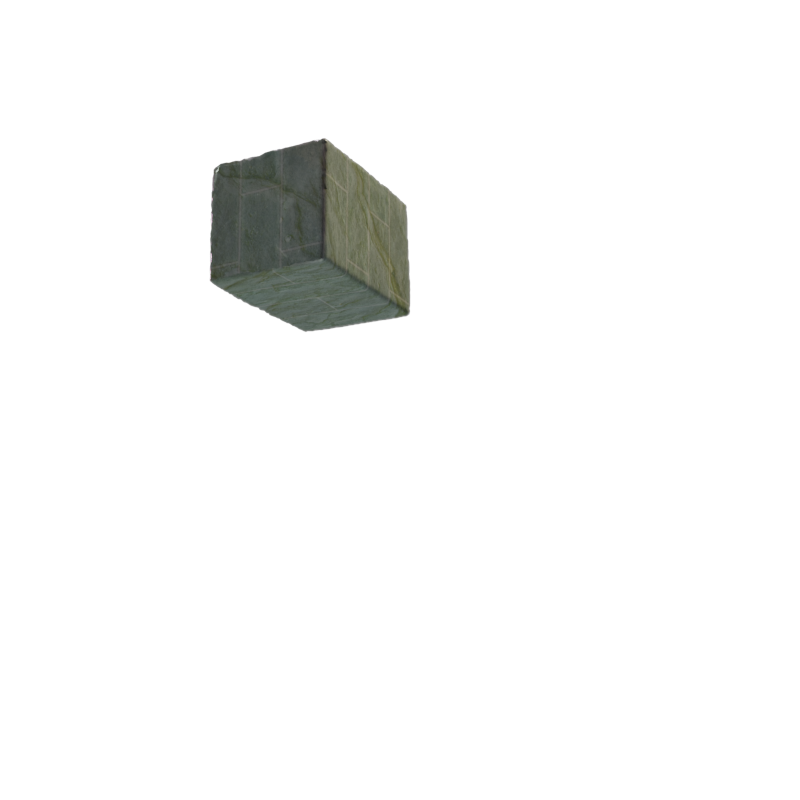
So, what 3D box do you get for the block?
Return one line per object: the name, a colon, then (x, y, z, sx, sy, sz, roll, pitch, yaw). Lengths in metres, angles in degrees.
block: (-0.035, -0.065, 0.452, 0.054, 0.054, 0.073, -9, -18, 25)
